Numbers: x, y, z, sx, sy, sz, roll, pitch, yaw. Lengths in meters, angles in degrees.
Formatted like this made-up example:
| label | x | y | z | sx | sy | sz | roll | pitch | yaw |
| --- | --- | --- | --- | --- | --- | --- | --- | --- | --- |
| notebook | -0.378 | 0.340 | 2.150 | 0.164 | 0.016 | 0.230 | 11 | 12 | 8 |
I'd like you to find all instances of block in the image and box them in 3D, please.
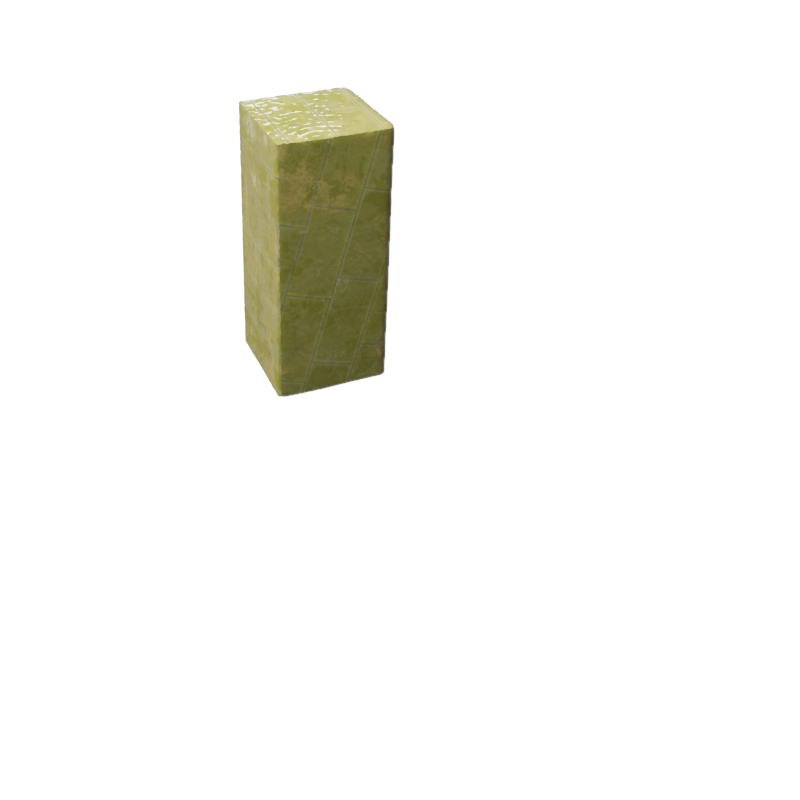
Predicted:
| label | x | y | z | sx | sy | sz | roll | pitch | yaw |
| --- | --- | --- | --- | --- | --- | --- | --- | --- | --- |
| block | -0.065 | -0.119 | 0.836 | 0.089 | 0.194 | 0.098 | -11 | 32 | -21 |
